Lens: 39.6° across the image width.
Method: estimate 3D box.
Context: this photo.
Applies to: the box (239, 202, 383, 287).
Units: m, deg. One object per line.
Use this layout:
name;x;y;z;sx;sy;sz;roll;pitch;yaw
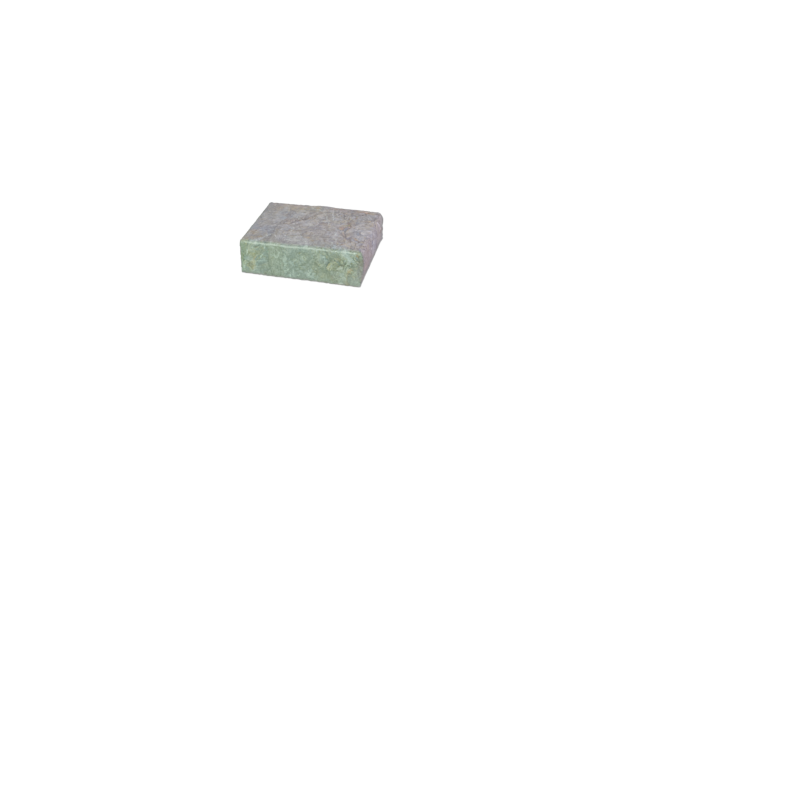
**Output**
box;-0.062;-0.114;0.798;0.091;0.028;0.076;7;30;11
